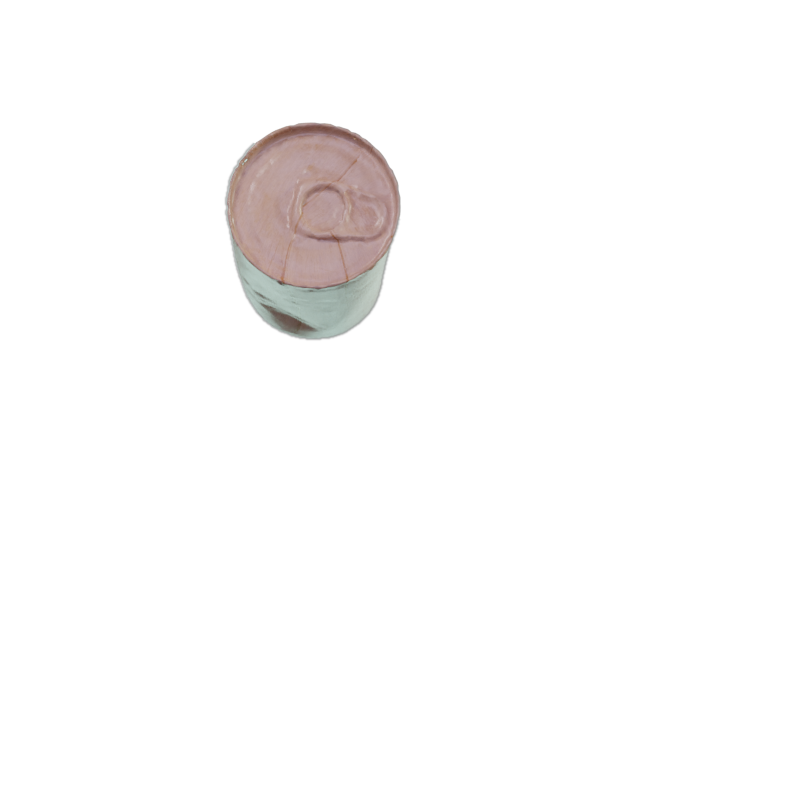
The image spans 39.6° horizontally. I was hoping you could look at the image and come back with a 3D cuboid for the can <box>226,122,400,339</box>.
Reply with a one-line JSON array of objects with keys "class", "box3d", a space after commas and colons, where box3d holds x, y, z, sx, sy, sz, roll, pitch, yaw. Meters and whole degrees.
[{"class": "can", "box3d": [-0.037, -0.068, 0.477, 0.068, 0.071, 0.099, 0, -12, -3]}]
